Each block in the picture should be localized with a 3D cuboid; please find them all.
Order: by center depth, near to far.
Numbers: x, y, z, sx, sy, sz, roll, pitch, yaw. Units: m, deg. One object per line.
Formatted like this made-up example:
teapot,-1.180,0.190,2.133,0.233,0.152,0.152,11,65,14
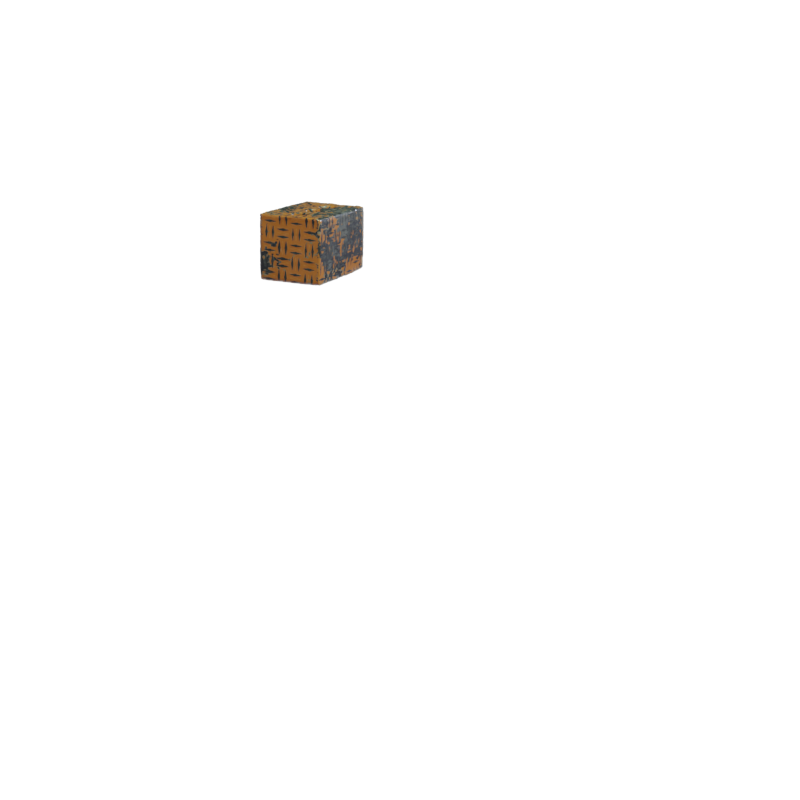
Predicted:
block,-0.067,-0.123,0.859,0.055,0.050,0.078,7,17,23
